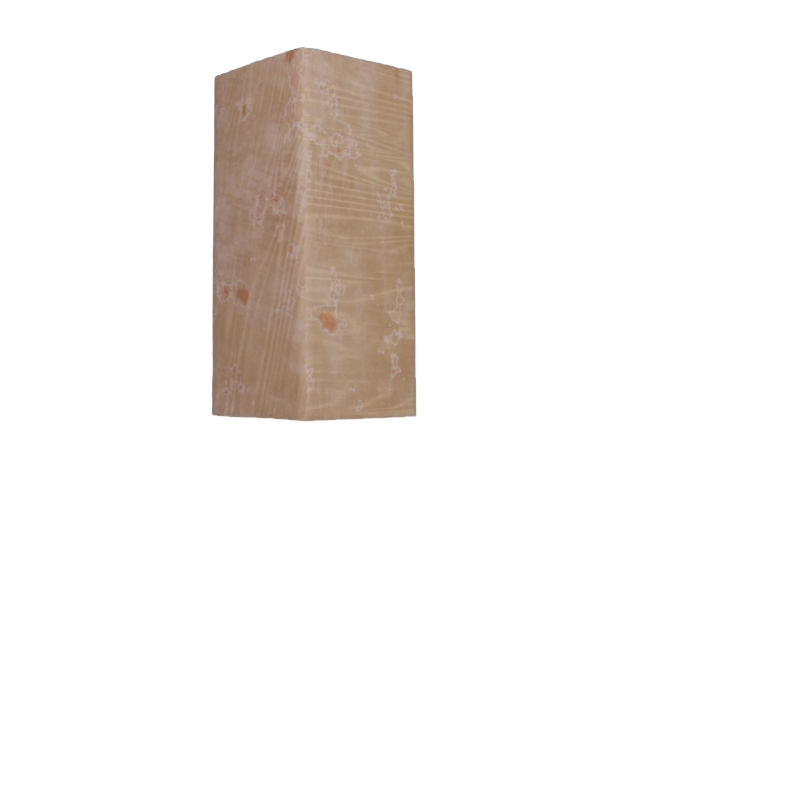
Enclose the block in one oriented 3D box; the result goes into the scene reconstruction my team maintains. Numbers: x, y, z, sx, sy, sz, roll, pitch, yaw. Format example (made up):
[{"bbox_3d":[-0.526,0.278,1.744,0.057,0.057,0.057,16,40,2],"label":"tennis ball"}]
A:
[{"bbox_3d":[-0.052,-0.095,0.662,0.087,0.209,0.093,4,-7,-42],"label":"block"}]
